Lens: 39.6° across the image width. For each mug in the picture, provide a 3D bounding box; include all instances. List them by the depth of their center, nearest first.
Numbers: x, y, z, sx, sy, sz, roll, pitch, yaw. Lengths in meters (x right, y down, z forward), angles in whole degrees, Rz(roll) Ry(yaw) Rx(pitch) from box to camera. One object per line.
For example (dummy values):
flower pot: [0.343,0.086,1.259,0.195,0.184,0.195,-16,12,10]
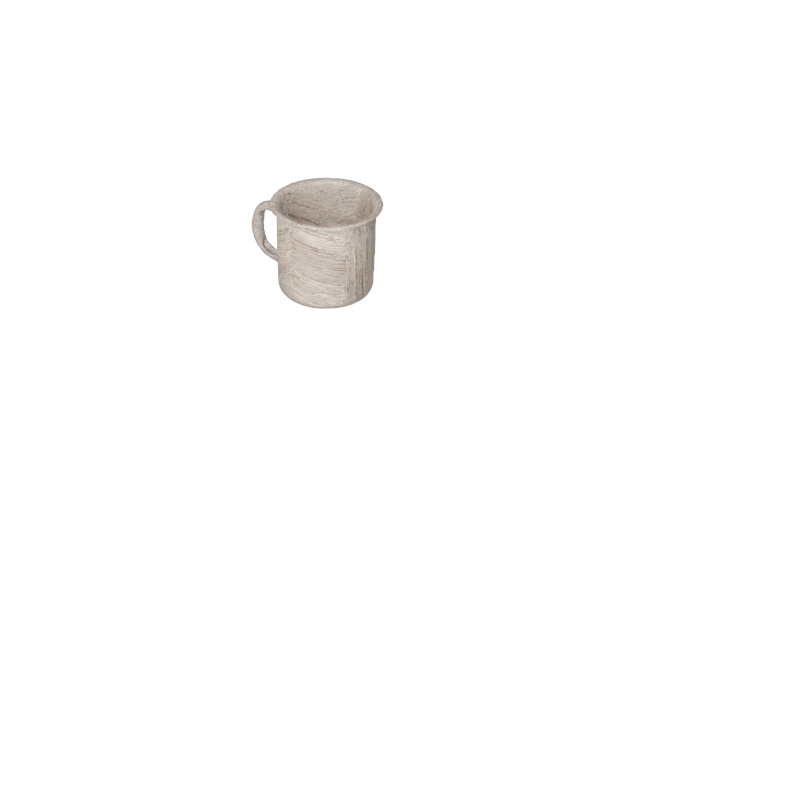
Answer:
mug: [-0.073,-0.133,0.932,0.122,0.077,0.096,15,36,20]
